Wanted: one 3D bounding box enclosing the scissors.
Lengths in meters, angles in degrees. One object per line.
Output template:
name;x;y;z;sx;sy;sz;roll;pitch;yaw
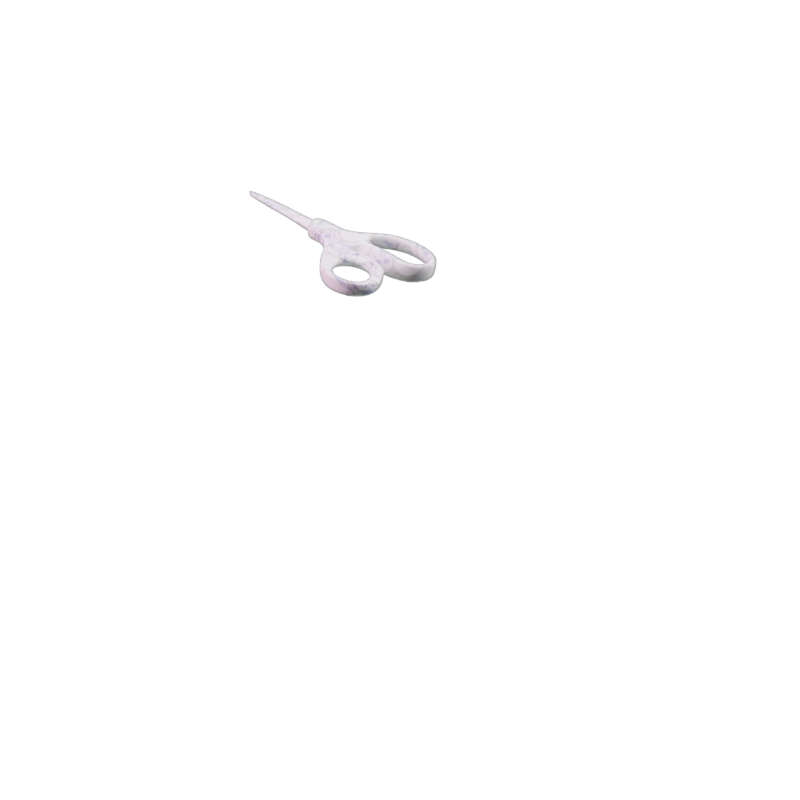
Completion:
scissors;-0.068;-0.124;0.872;0.213;0.015;0.097;21;38;30
